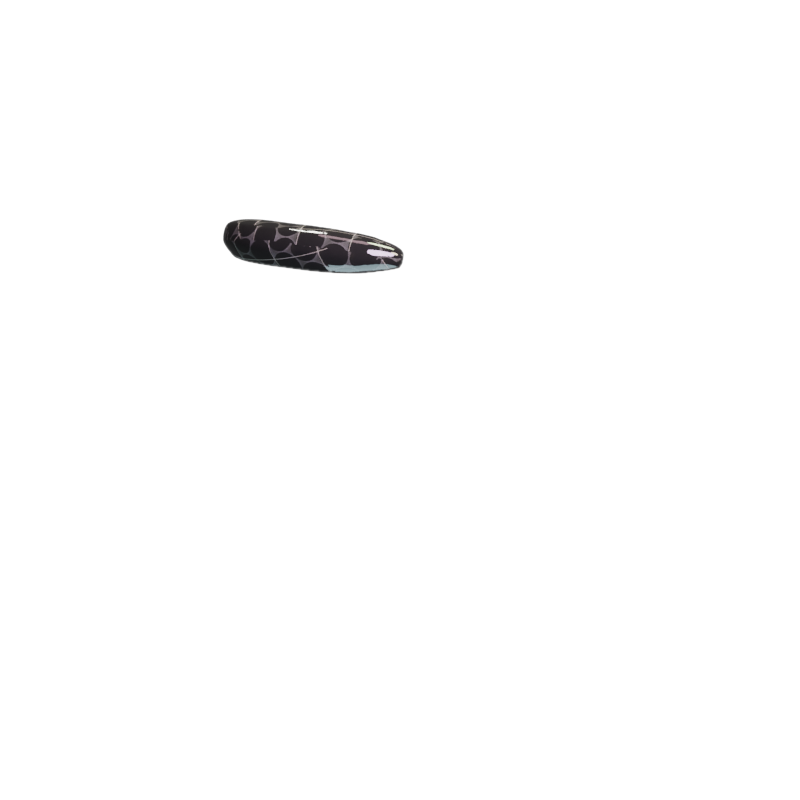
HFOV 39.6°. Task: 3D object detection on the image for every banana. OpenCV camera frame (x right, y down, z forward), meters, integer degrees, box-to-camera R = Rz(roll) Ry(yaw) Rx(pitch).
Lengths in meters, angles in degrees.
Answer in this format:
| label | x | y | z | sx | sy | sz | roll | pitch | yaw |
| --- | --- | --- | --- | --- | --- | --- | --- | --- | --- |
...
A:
| label | x | y | z | sx | sy | sz | roll | pitch | yaw |
| --- | --- | --- | --- | --- | --- | --- | --- | --- | --- |
| banana | -0.089 | -0.131 | 0.925 | 0.068 | 0.036 | 0.208 | -13 | 20 | -42 |
